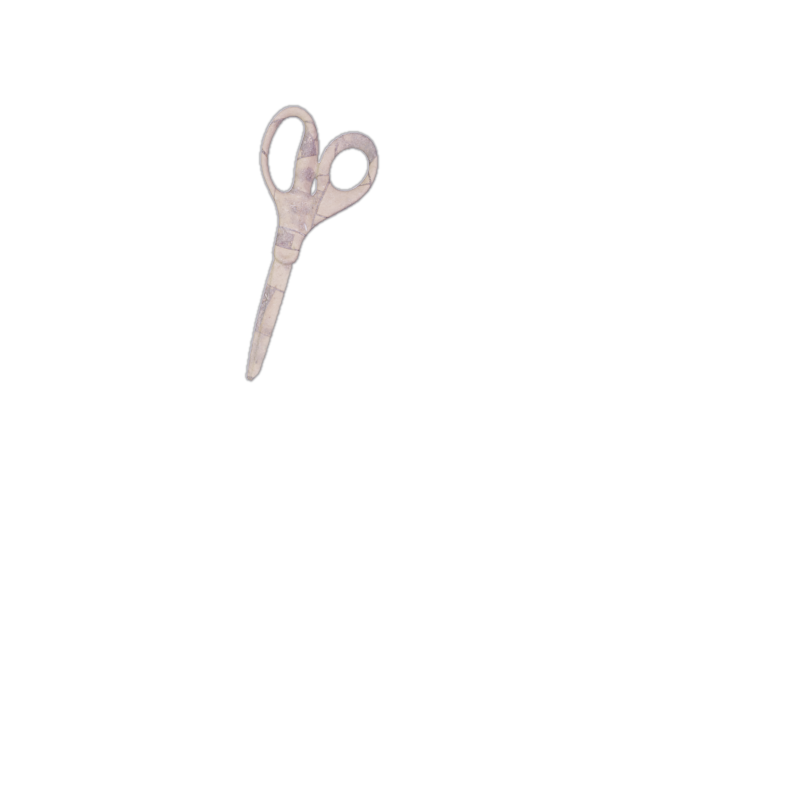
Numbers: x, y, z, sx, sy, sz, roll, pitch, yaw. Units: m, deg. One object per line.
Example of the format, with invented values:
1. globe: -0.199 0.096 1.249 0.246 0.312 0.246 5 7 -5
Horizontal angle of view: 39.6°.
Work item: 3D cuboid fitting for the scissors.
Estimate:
1. scissors: -0.063 -0.115 0.809 0.096 0.206 0.015 -1 -9 0
